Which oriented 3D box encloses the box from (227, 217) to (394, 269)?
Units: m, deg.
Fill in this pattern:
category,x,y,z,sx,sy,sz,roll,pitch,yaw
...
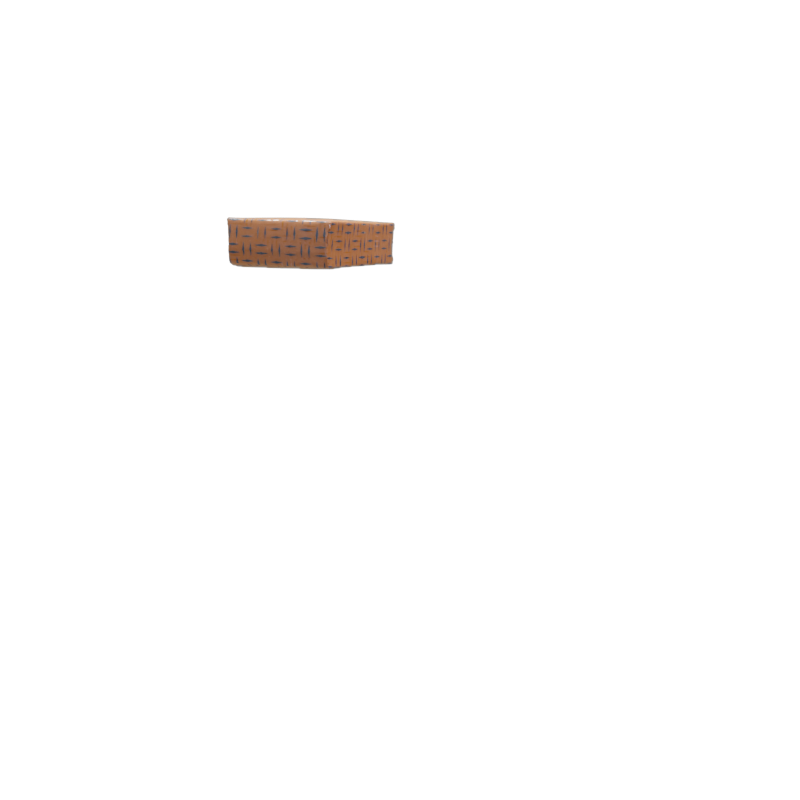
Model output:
category,x,y,z,sx,sy,sz,roll,pitch,yaw
box,-0.067,-0.122,0.857,0.093,0.038,0.111,5,11,26
